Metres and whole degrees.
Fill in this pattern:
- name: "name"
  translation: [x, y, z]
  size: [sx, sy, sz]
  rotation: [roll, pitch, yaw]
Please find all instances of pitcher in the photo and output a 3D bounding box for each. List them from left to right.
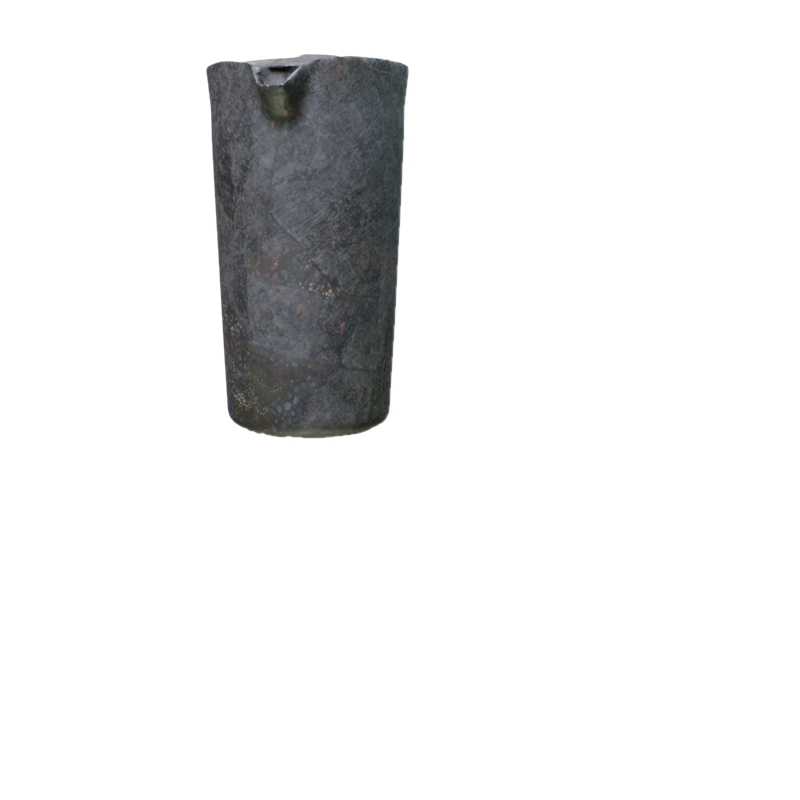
- name: "pitcher"
  translation: [-0.058, -0.106, 0.745]
  size: [0.144, 0.241, 0.151]
  rotation: [-3, 5, -34]
